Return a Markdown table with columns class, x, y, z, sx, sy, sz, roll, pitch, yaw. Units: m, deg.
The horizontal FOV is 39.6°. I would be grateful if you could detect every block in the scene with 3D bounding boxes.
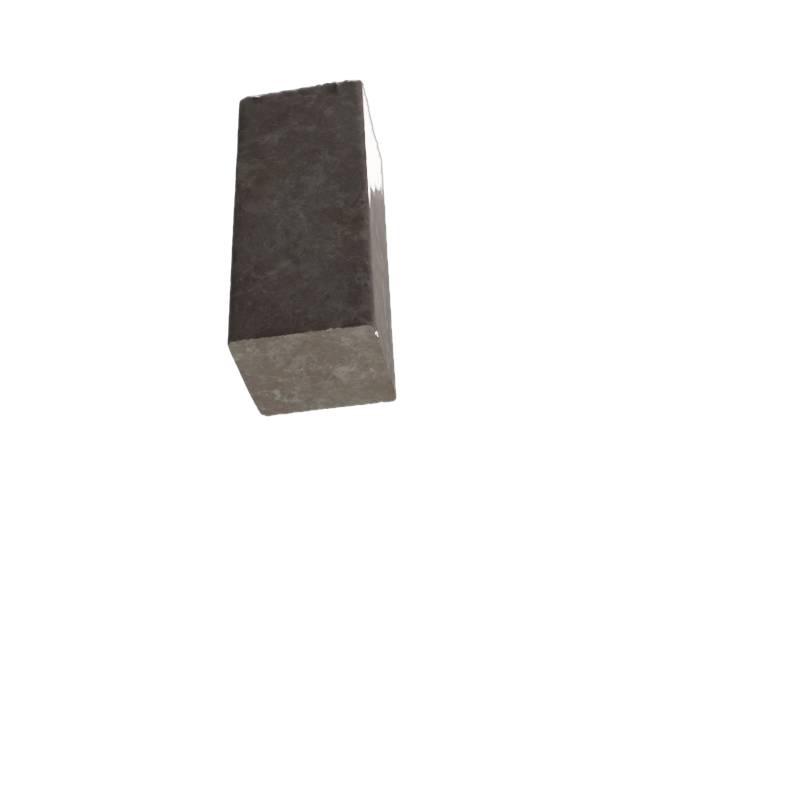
| class | x | y | z | sx | sy | sz | roll | pitch | yaw |
| --- | --- | --- | --- | --- | --- | --- | --- | --- | --- |
| block | -0.058 | -0.106 | 0.738 | 0.091 | 0.221 | 0.083 | -8 | -36 | 7 |
